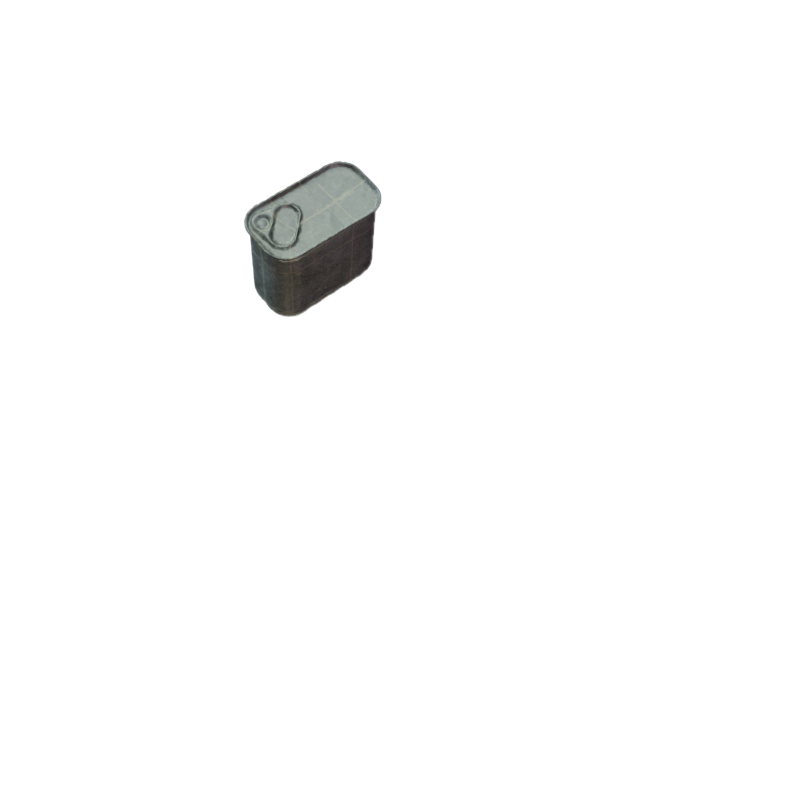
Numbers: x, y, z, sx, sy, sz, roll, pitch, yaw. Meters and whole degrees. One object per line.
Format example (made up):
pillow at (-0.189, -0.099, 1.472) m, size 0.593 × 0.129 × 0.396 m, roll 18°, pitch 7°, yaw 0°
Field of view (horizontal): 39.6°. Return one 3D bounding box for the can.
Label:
can at (-0.066, -0.121, 0.847) m, size 0.102 × 0.061 × 0.078 m, roll -34°, pitch -24°, yaw -21°
